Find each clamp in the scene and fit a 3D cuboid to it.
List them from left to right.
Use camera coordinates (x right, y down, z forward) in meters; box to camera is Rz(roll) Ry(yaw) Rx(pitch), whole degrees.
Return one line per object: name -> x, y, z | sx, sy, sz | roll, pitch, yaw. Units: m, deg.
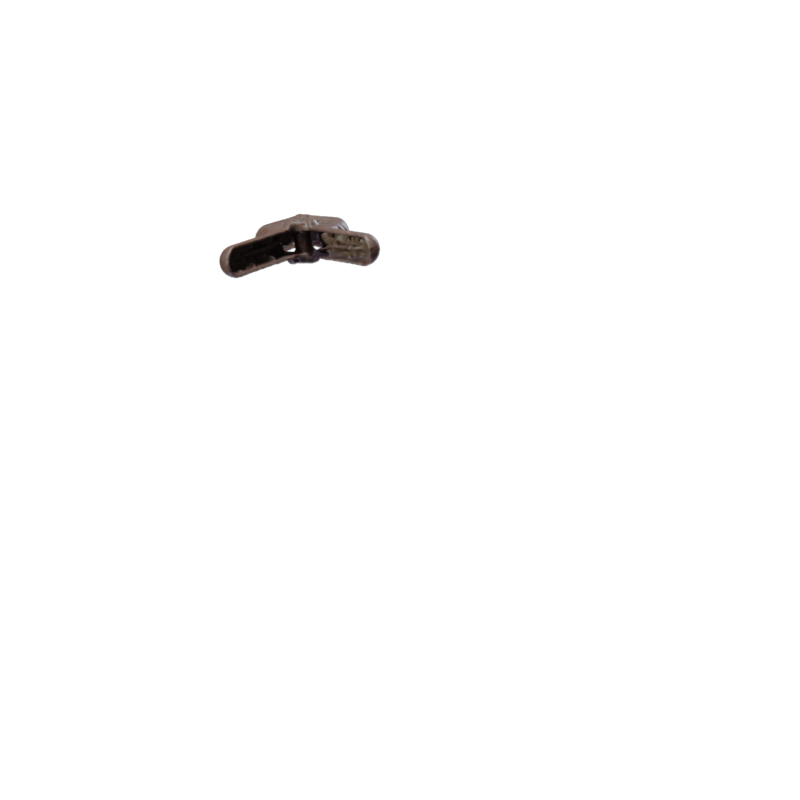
clamp -> -0.070, -0.129, 0.900 | 0.121, 0.038, 0.176 | 2, 19, 6
